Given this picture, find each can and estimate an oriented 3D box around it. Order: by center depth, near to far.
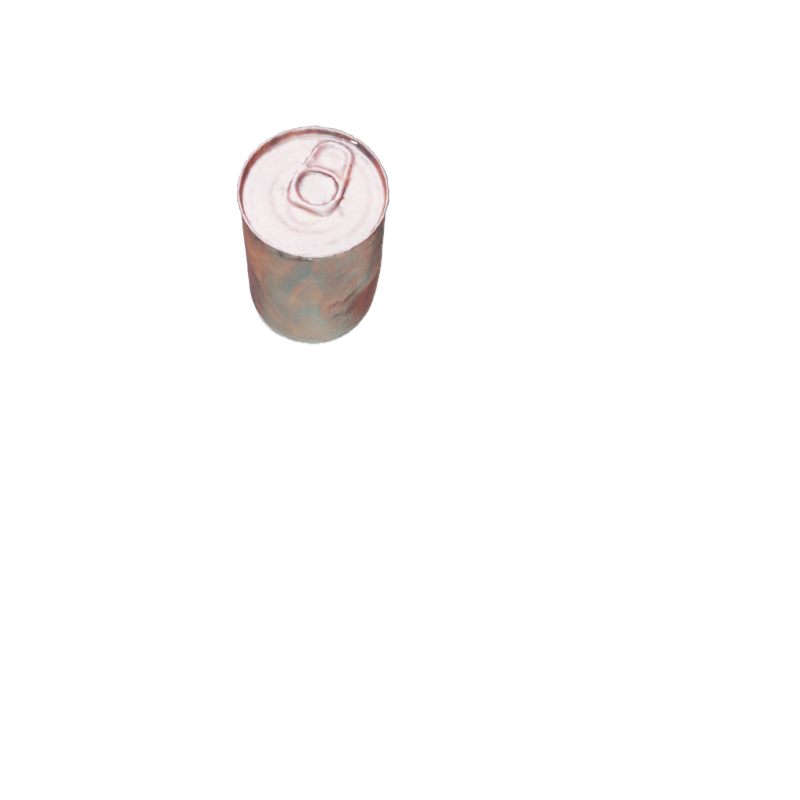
[{"bbox_3d":[-0.042,-0.077,0.537,0.068,0.072,0.097,0,-22,-3],"label":"can"}]
